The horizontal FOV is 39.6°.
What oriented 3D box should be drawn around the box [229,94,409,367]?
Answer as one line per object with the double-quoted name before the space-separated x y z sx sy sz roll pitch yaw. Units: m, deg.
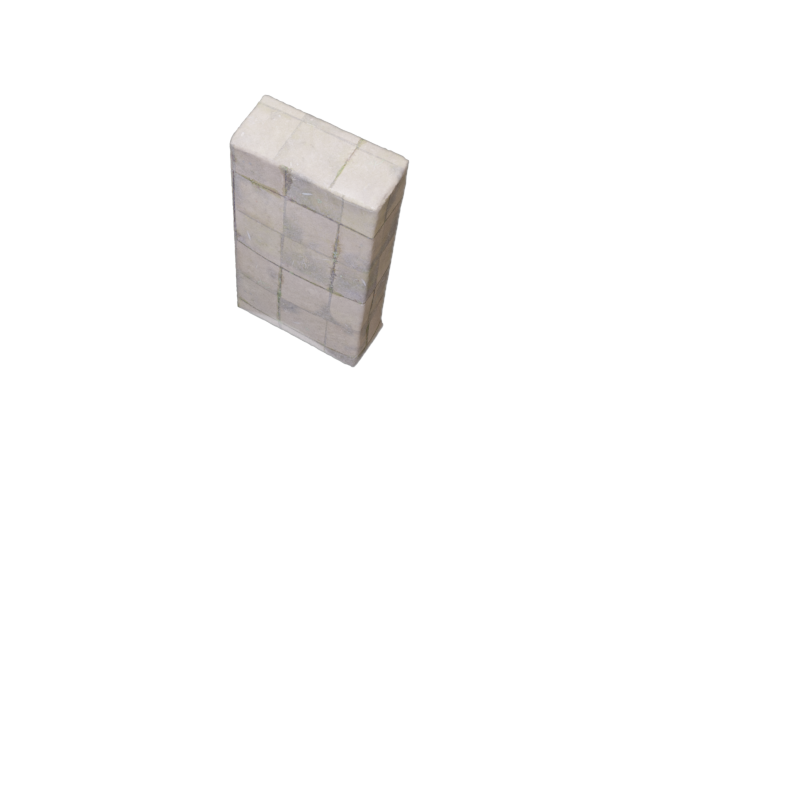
"box" -0.052 -0.094 0.658 0.096 0.049 0.166 28 -25 11
